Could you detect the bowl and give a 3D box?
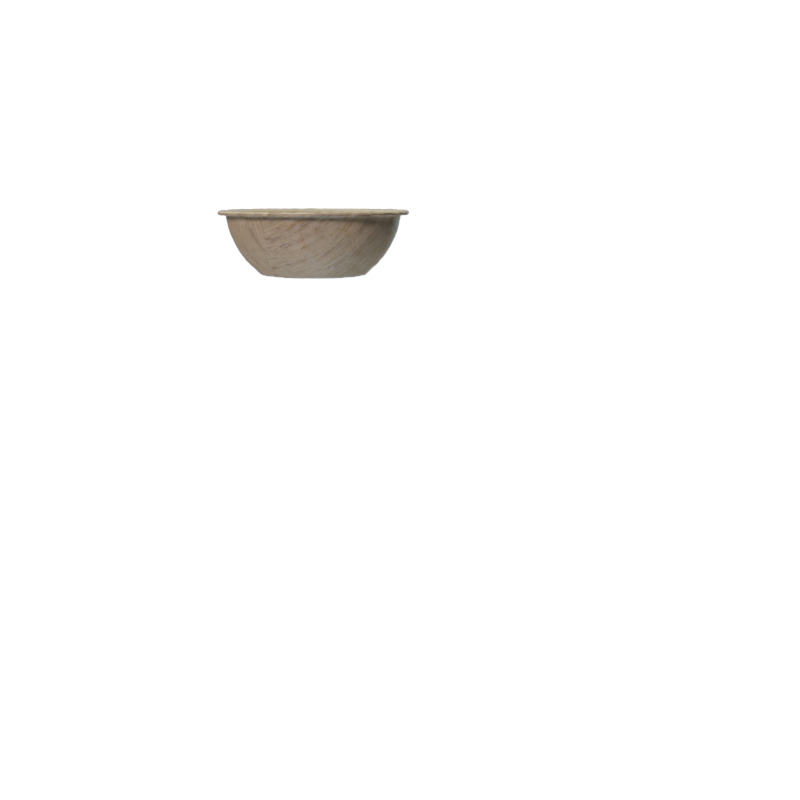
[{"bbox_3d":[-0.073,-0.134,0.937,0.162,0.054,0.165,0,11,-2],"label":"bowl"}]
